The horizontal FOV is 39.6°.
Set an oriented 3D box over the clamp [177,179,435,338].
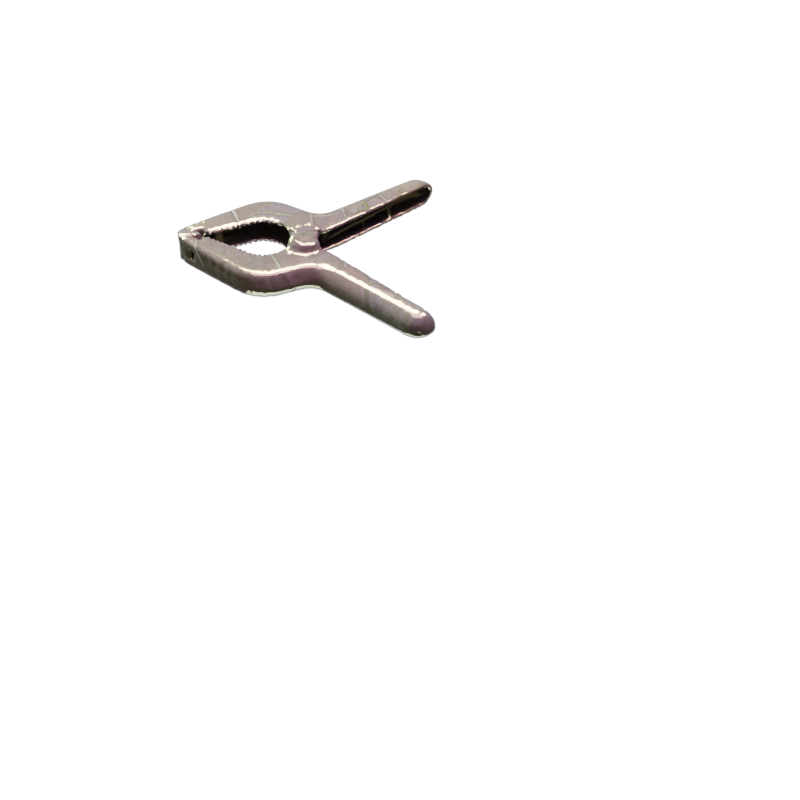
[{"bbox_3d":[-0.069,-0.126,0.885,0.212,0.175,0.034,7,-43,6],"label":"clamp"}]
